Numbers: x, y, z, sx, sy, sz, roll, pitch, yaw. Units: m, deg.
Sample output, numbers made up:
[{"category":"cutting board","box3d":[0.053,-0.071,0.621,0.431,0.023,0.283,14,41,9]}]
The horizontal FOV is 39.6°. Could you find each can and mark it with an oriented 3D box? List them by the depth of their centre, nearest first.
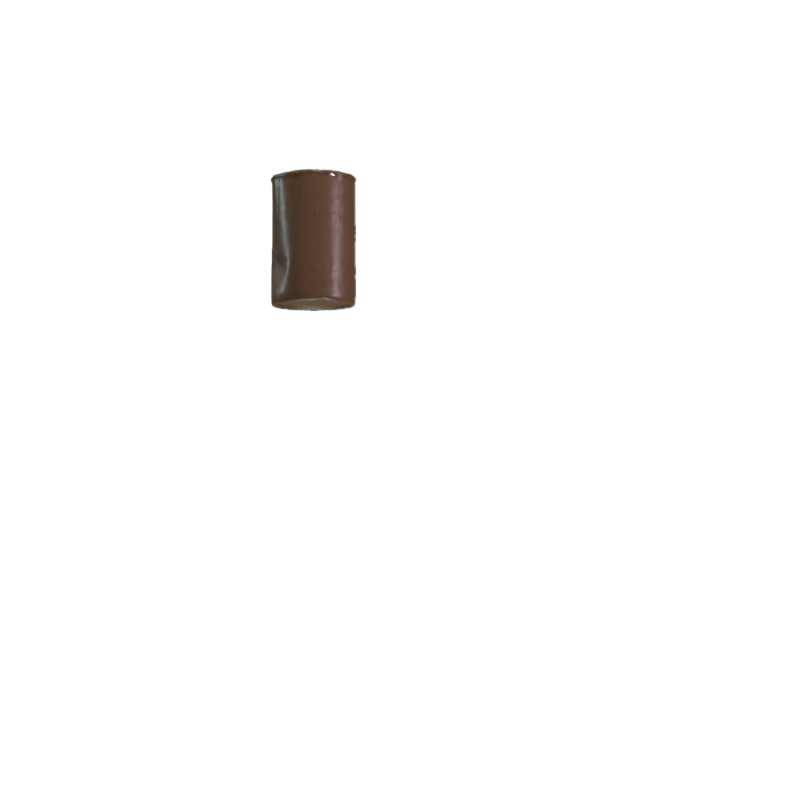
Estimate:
[{"category":"can","box3d":[-0.068,-0.124,0.871,0.068,0.105,0.067,0,-8,-2]}]
